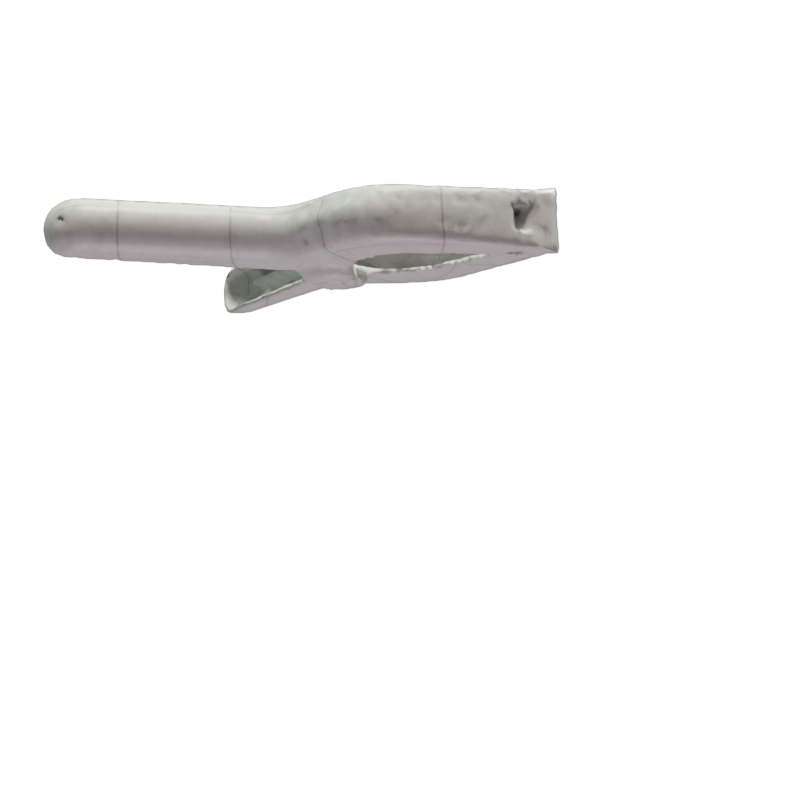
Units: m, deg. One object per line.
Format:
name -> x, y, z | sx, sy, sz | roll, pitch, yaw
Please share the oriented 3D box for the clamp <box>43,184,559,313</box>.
clamp -> -0.038, -0.070, 0.490 | 0.216, 0.037, 0.156 | -3, -6, 30
